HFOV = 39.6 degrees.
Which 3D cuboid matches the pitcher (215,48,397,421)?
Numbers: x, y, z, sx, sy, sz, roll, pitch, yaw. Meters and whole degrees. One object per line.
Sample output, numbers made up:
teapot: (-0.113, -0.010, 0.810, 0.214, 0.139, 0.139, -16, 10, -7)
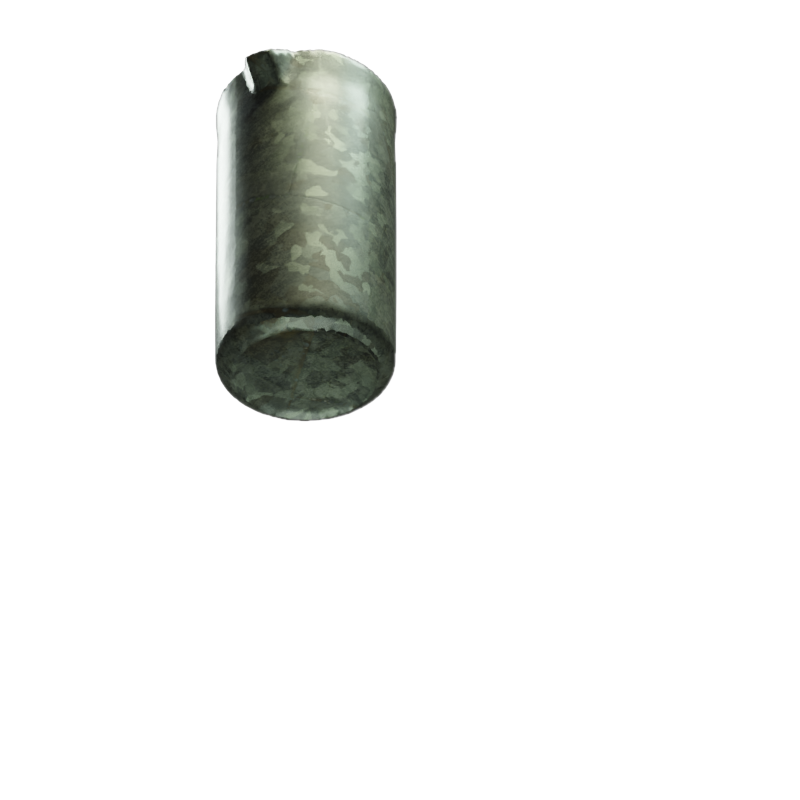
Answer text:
pitcher: (-0.058, -0.106, 0.744, 0.144, 0.261, 0.139, 15, -43, -20)
